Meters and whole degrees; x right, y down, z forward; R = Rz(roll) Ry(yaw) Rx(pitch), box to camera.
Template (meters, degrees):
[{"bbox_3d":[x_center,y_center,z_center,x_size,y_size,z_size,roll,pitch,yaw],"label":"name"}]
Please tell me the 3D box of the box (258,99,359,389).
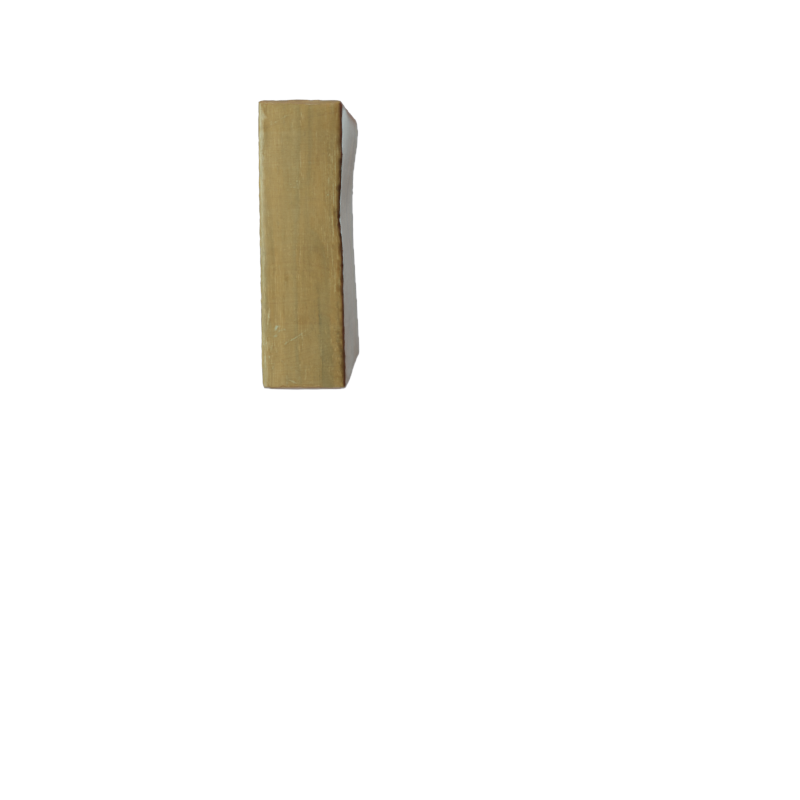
[{"bbox_3d":[-0.070,-0.127,0.890,0.072,0.212,0.165,0,5,1],"label":"box"}]
